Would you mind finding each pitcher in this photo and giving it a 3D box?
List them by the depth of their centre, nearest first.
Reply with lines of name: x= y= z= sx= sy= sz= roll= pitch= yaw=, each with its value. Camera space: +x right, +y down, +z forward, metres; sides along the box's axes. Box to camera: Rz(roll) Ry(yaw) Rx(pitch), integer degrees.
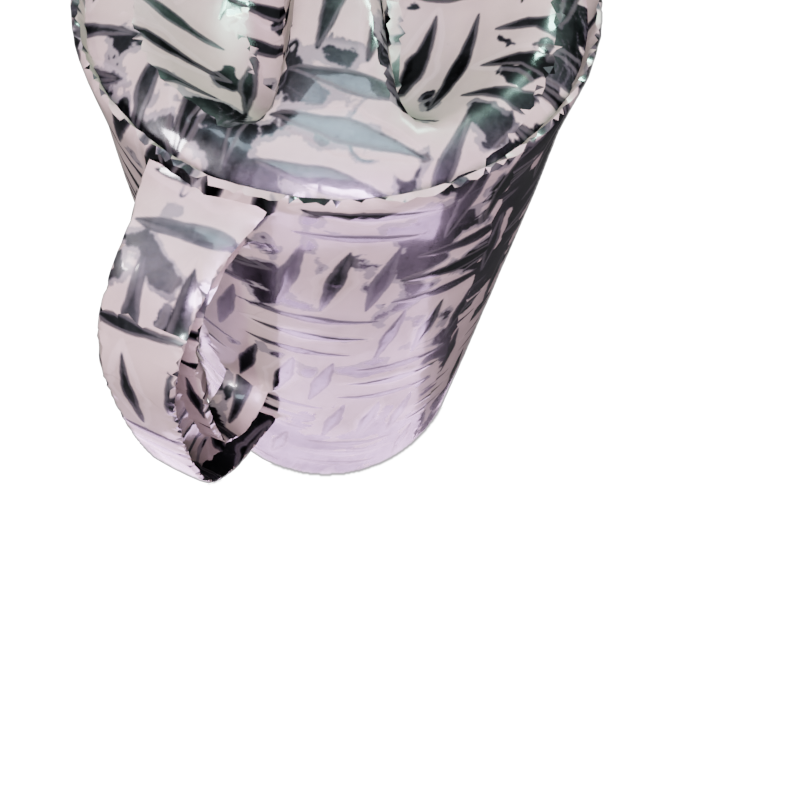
pitcher: x=-0.029 y=-0.053 z=0.373 sx=0.148 sy=0.154 sz=0.229 roll=-17 pitch=-23 yaw=-11
